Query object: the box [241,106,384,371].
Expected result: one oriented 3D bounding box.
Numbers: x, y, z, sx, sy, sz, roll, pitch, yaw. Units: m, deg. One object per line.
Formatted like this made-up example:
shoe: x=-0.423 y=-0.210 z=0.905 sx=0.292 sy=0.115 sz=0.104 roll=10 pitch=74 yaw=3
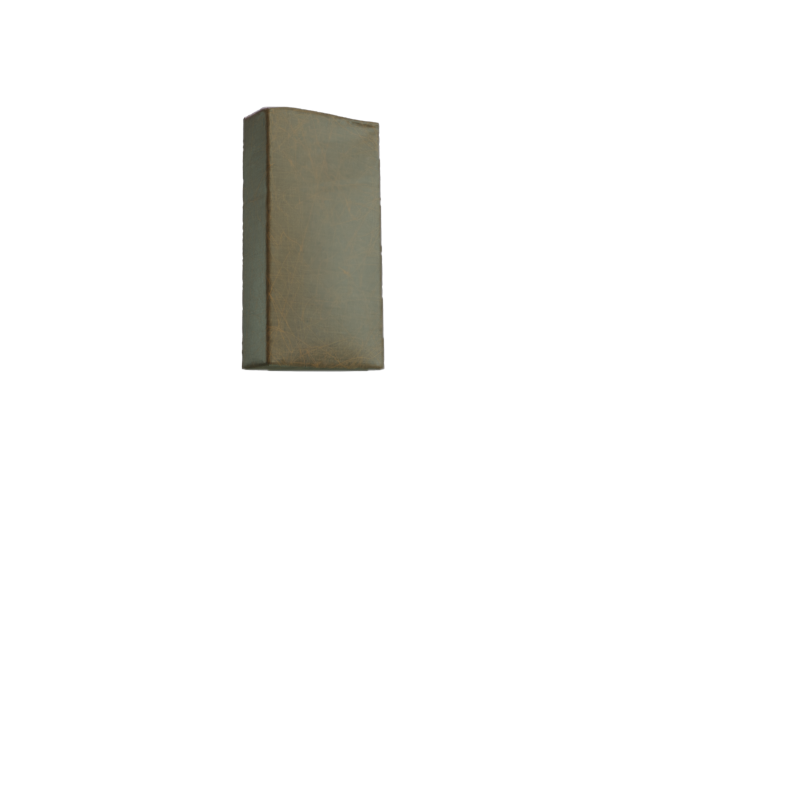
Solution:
box: x=-0.059 y=-0.108 z=0.760 sx=0.090 sy=0.180 sz=0.049 roll=4 pitch=-9 yaw=-31
